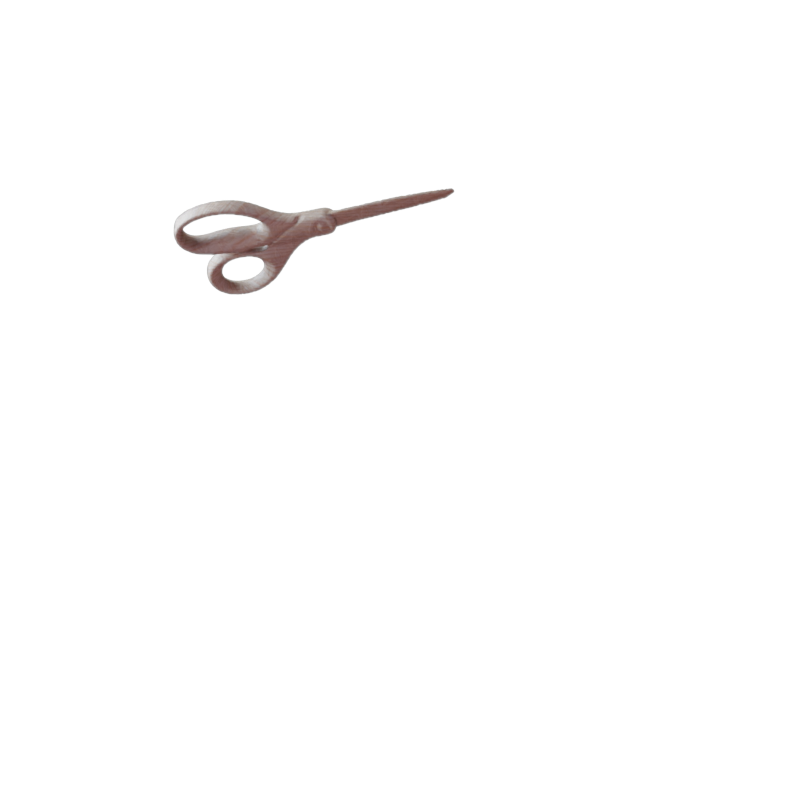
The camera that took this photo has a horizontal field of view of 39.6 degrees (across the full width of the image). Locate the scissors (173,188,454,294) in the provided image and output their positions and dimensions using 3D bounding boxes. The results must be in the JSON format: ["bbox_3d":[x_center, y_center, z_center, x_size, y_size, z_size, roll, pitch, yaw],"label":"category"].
[{"bbox_3d":[-0.064,-0.116,0.812,0.202,0.017,0.089,-1,-42,1],"label":"scissors"}]
